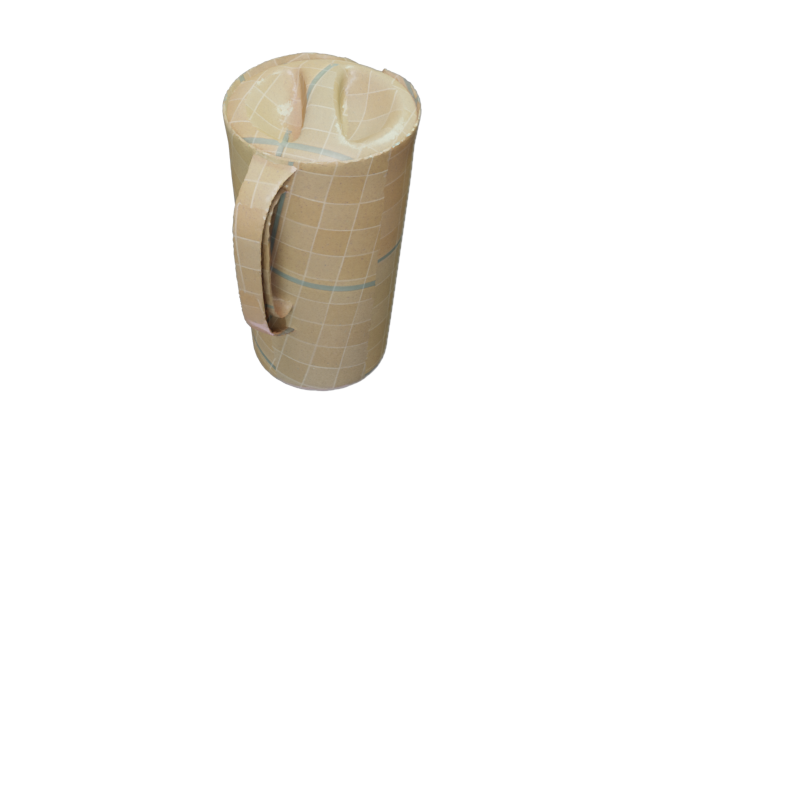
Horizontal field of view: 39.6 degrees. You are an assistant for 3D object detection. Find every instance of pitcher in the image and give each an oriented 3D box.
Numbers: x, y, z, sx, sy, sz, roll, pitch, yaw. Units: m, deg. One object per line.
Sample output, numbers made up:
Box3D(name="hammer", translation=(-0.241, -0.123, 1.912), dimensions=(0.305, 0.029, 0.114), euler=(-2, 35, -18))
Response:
Box3D(name="pitcher", translation=(-0.063, -0.115, 0.809), dimensions=(0.147, 0.226, 0.157), euler=(-14, 47, -16))
